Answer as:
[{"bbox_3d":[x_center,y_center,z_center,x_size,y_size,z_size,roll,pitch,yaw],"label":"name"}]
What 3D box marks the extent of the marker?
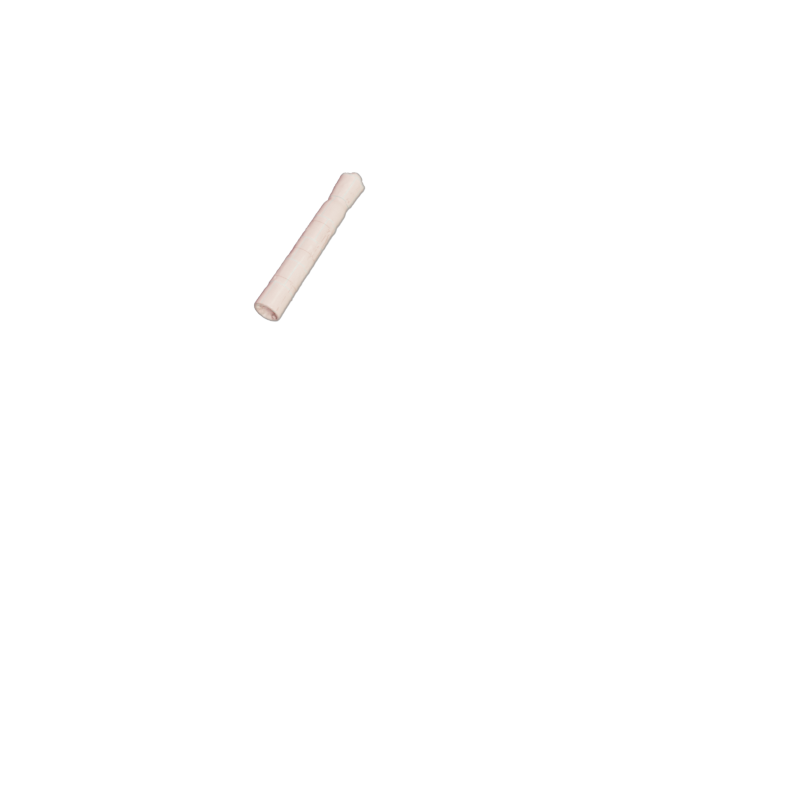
[{"bbox_3d":[-0.056,-0.102,0.715,0.020,0.125,0.019,23,-29,11],"label":"marker"}]
